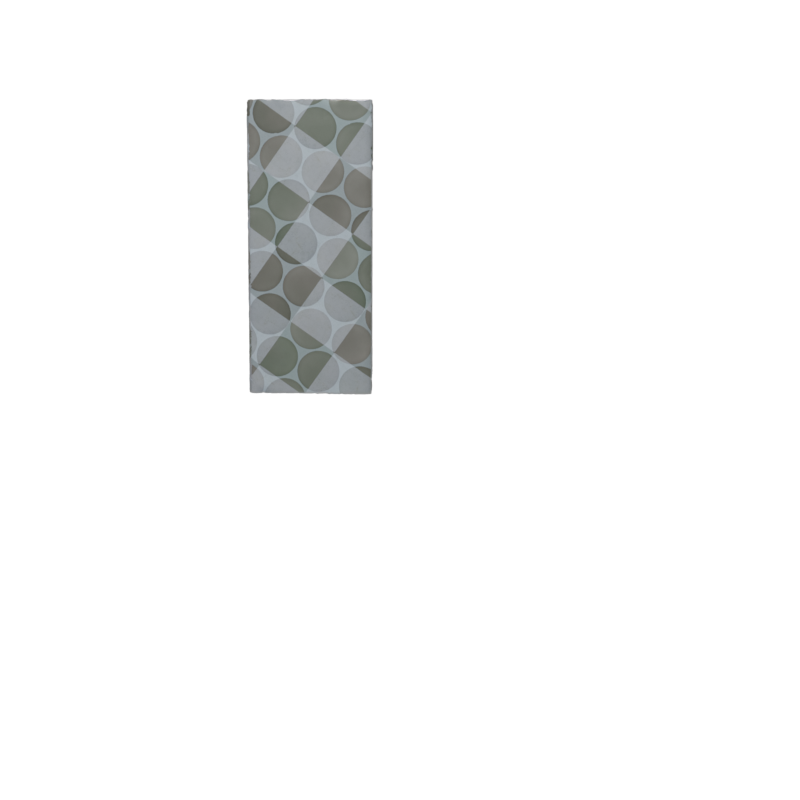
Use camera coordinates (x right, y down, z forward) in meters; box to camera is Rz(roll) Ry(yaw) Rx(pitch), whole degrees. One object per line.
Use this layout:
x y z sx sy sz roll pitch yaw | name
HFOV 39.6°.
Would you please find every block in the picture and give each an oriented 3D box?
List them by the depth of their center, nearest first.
-0.064 -0.116 0.814 0.090 0.203 0.092 0 7 0 | block
